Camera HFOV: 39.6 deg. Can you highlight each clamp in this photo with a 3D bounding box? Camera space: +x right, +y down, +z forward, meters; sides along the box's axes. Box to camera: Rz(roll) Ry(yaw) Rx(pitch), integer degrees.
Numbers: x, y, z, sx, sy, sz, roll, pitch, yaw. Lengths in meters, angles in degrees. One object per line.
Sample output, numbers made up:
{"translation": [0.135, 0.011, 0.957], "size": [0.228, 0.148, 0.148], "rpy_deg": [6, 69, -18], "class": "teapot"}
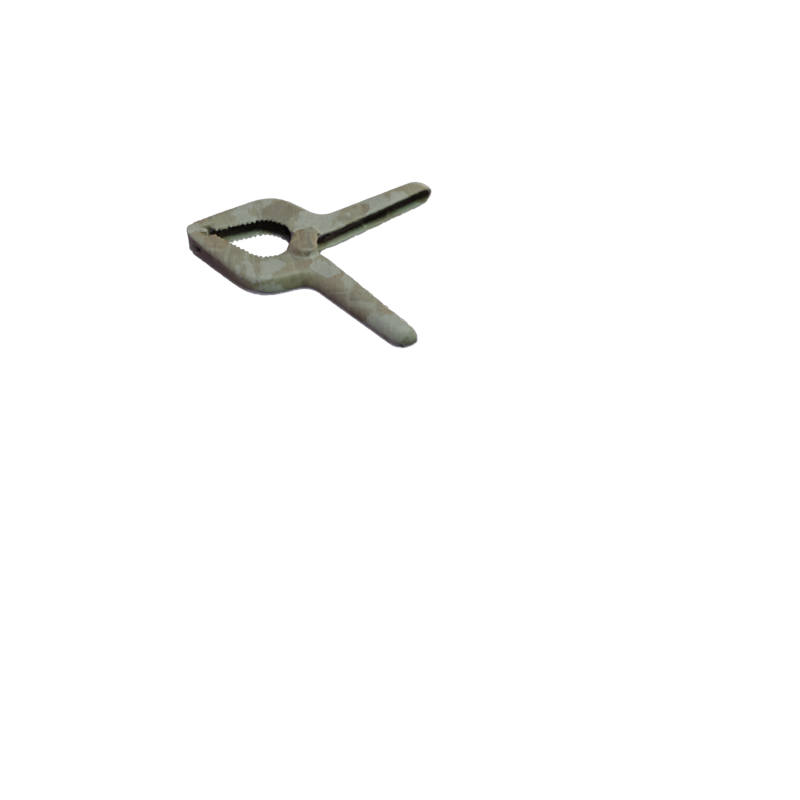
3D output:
{"translation": [-0.074, -0.134, 0.942], "size": [0.213, 0.173, 0.034], "rpy_deg": [11, -34, 8], "class": "clamp"}
